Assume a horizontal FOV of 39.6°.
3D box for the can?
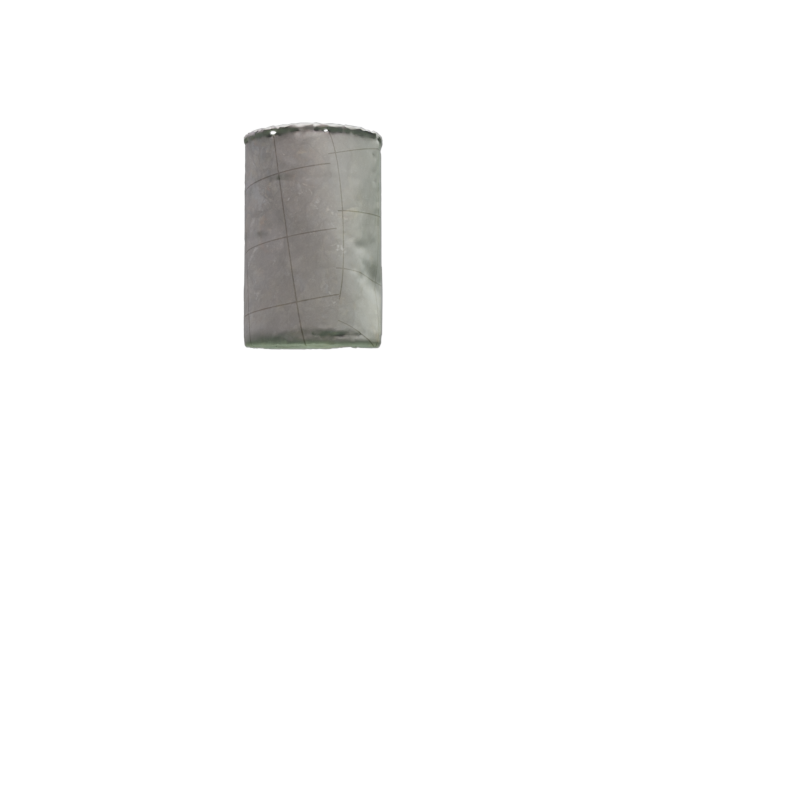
[{"bbox_3d":[-0.042,-0.076,0.535,0.068,0.104,0.068,0,-4,-2],"label":"can"}]
